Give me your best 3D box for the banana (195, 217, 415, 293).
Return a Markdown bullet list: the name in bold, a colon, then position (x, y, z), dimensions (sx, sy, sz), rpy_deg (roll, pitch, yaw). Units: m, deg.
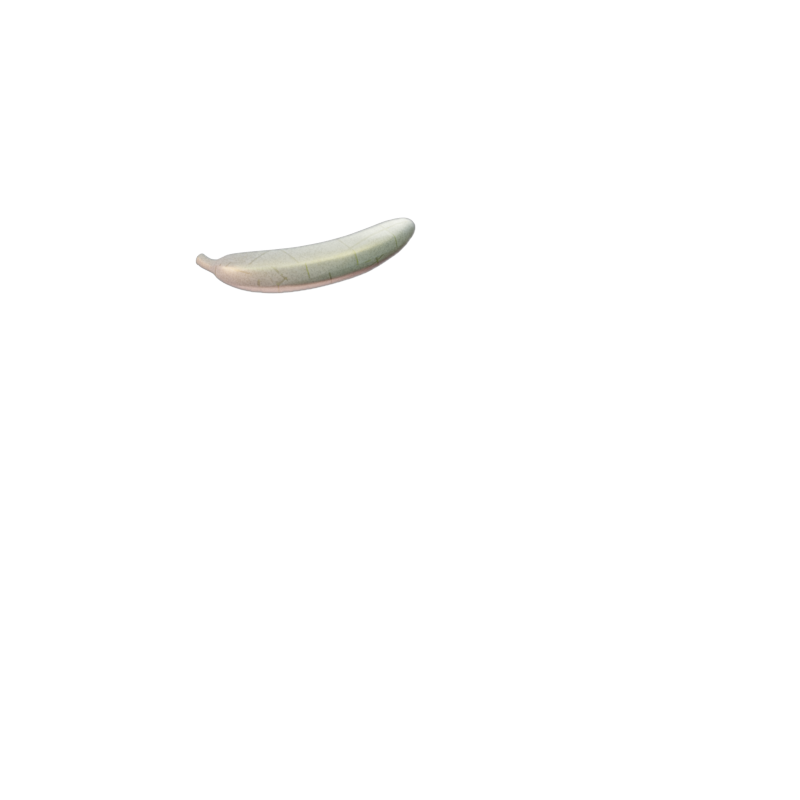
- **banana**: position (-0.074, -0.125, 0.955), dimensions (0.196, 0.034, 0.075), rpy_deg (-10, 44, -10)
